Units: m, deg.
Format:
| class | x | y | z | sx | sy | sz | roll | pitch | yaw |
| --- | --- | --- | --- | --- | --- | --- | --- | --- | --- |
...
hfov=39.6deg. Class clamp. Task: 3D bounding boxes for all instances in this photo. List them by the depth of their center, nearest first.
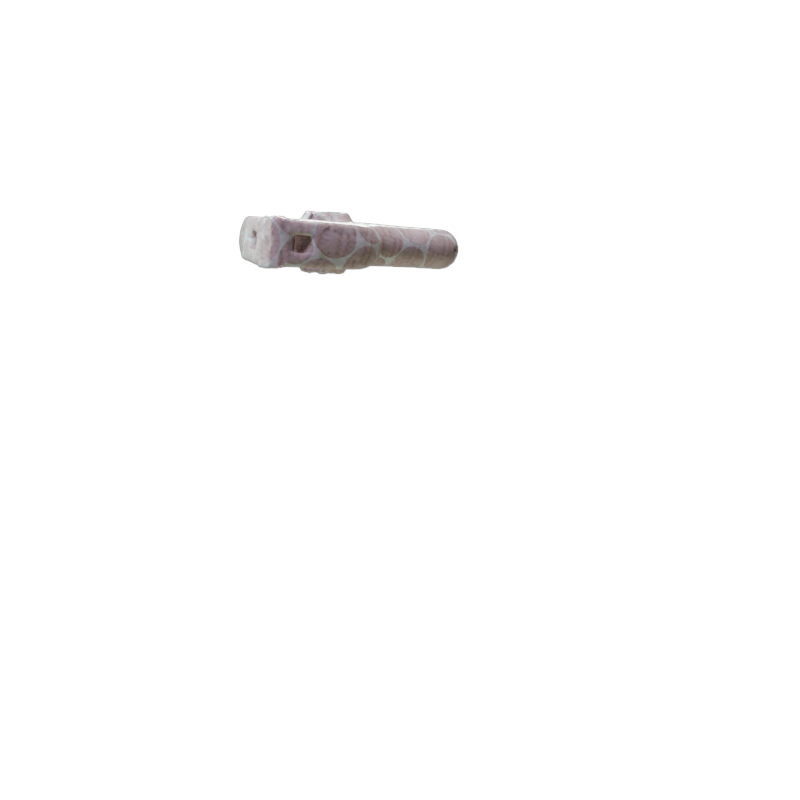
| class | x | y | z | sx | sy | sz | roll | pitch | yaw |
| --- | --- | --- | --- | --- | --- | --- | --- | --- | --- |
| clamp | -0.051 | -0.093 | 0.650 | 0.124 | 0.039 | 0.166 | 2 | 4 | 27 |
